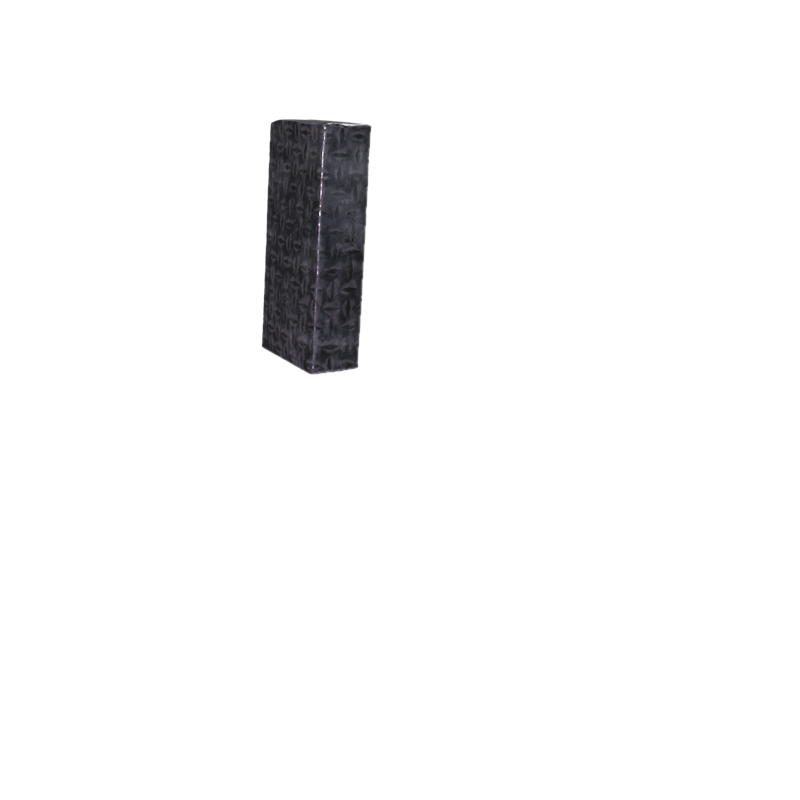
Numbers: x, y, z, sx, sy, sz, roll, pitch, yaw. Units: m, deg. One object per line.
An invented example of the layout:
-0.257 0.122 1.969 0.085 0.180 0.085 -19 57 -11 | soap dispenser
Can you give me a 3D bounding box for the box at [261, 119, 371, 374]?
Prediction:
-0.064 -0.115 0.809 0.047 0.173 0.098 -4 11 -29 | box
